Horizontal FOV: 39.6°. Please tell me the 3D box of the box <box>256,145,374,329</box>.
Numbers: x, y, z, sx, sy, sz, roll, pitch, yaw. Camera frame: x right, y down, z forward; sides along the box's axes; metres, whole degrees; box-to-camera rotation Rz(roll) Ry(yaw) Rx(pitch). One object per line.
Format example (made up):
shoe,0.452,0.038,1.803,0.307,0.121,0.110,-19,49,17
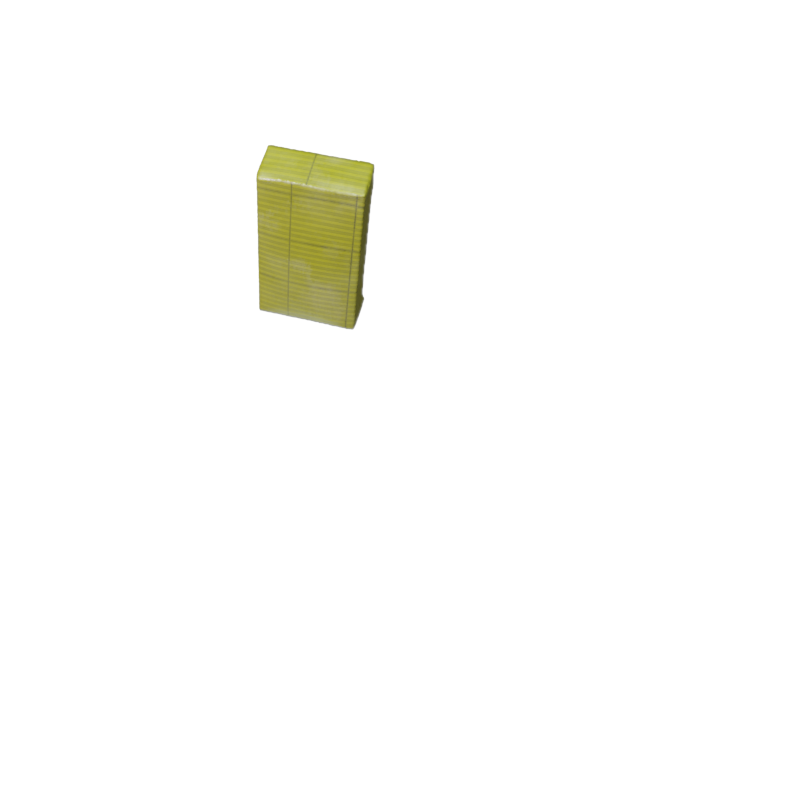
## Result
box,-0.075,-0.137,0.959,0.094,0.051,0.165,12,-35,5
